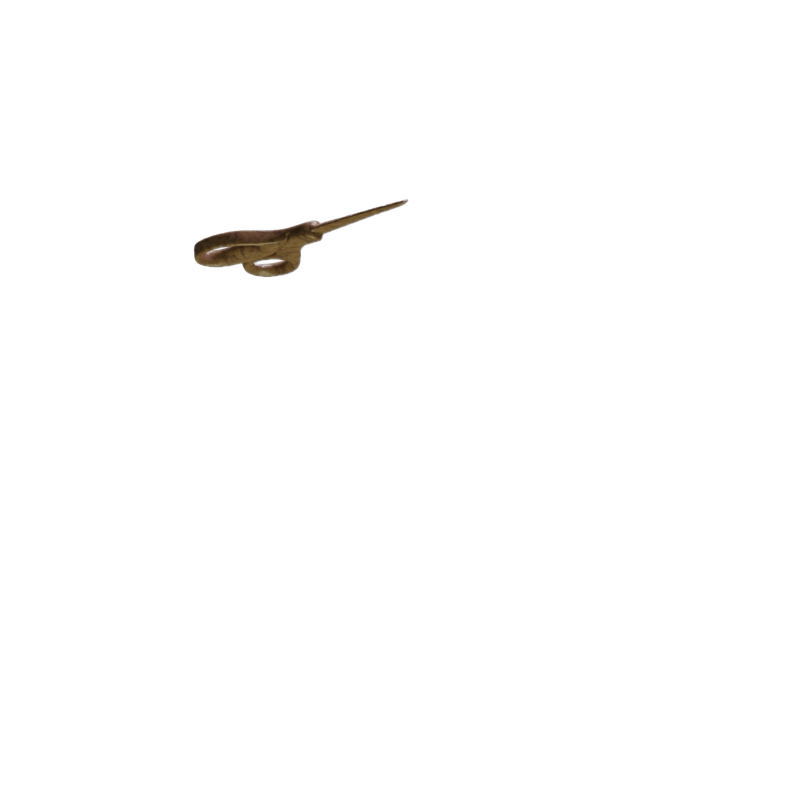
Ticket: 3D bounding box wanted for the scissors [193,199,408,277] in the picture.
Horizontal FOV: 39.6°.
[{"bbox_3d":[-0.069,-0.125,0.878,0.206,0.016,0.091,-6,-13,26],"label":"scissors"}]
